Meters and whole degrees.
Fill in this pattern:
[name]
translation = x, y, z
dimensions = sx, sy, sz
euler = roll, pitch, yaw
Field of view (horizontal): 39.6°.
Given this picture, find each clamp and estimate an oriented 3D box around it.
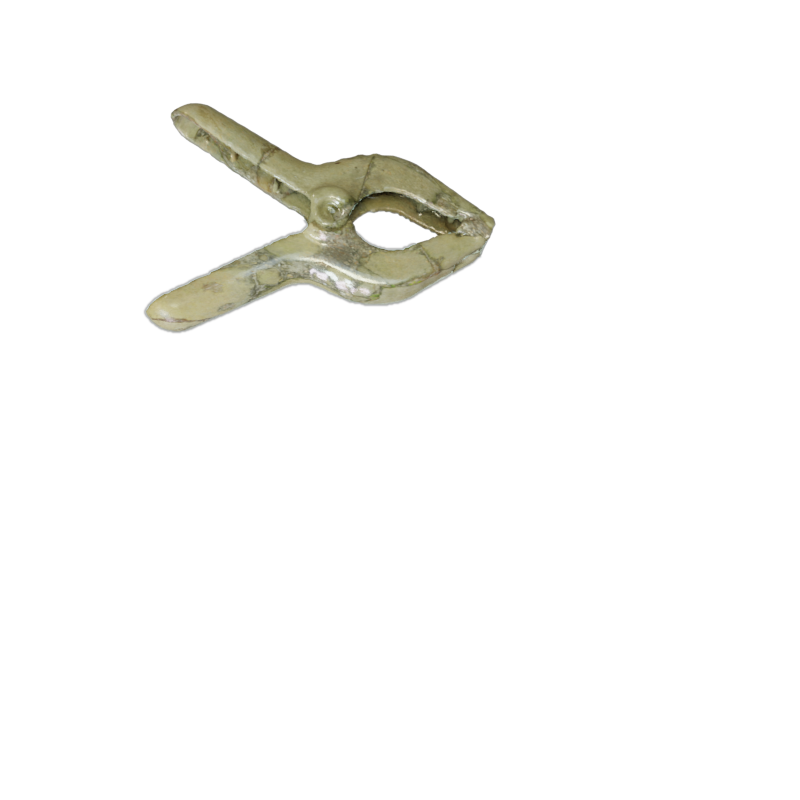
[clamp]
translation = -0.043, -0.078, 0.546
dimensions = 0.172, 0.124, 0.038
euler = 12, -16, 3
